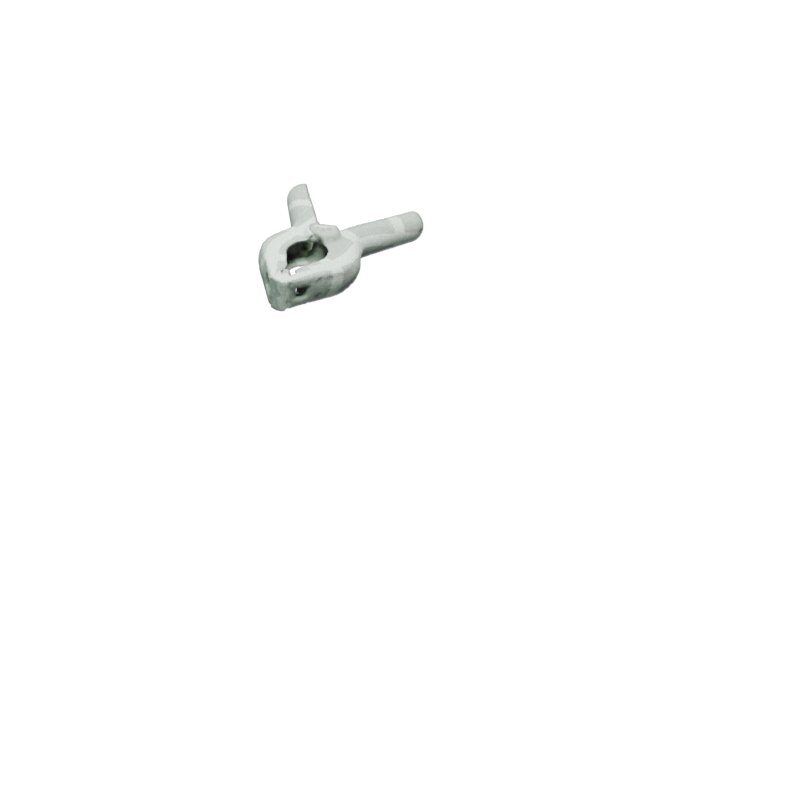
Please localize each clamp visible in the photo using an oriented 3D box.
[{"bbox_3d":[-0.069,-0.127,0.888,0.126,0.037,0.173,16,34,25],"label":"clamp"}]
